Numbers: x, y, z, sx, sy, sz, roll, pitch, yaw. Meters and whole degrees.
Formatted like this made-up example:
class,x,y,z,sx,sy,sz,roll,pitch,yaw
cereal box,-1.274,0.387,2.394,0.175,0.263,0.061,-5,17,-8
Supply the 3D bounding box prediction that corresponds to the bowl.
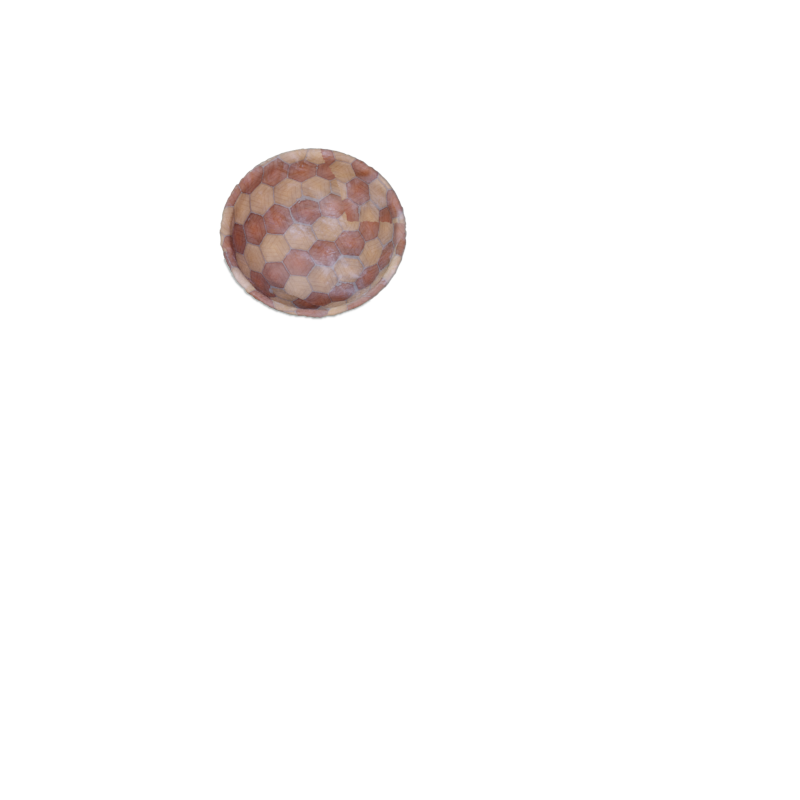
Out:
class,x,y,z,sx,sy,sz,roll,pitch,yaw
bowl,-0.077,-0.140,0.981,0.162,0.171,0.052,-1,-22,-1
